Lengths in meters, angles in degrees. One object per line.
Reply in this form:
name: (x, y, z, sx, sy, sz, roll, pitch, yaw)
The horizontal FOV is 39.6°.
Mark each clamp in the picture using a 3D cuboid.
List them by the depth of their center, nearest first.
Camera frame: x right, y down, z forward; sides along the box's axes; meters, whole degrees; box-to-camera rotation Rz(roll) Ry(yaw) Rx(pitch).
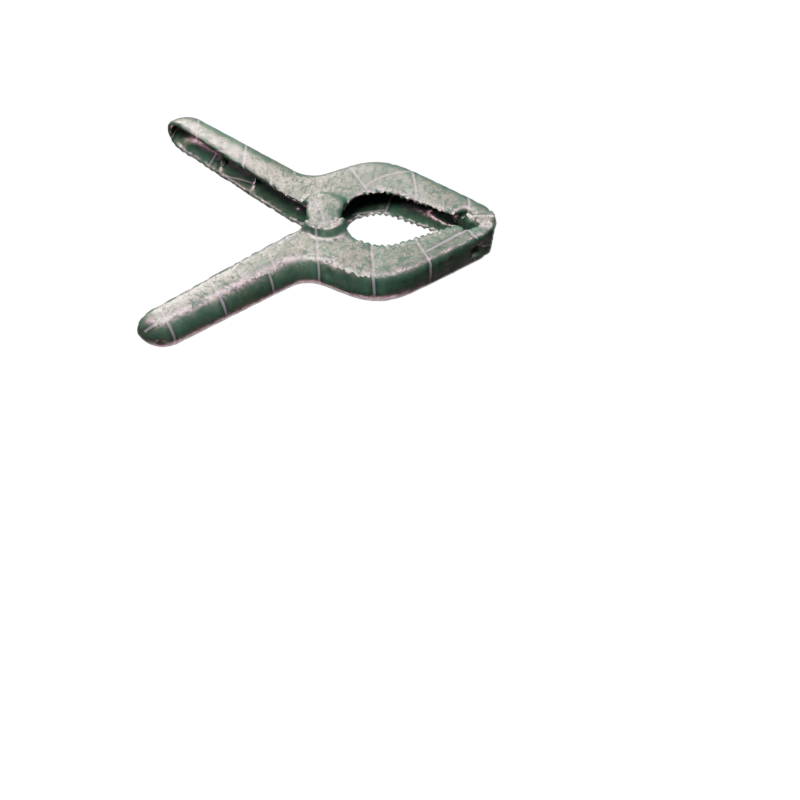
clamp: (-0.051, -0.093, 0.653, 0.211, 0.175, 0.034, 7, -33, 4)
